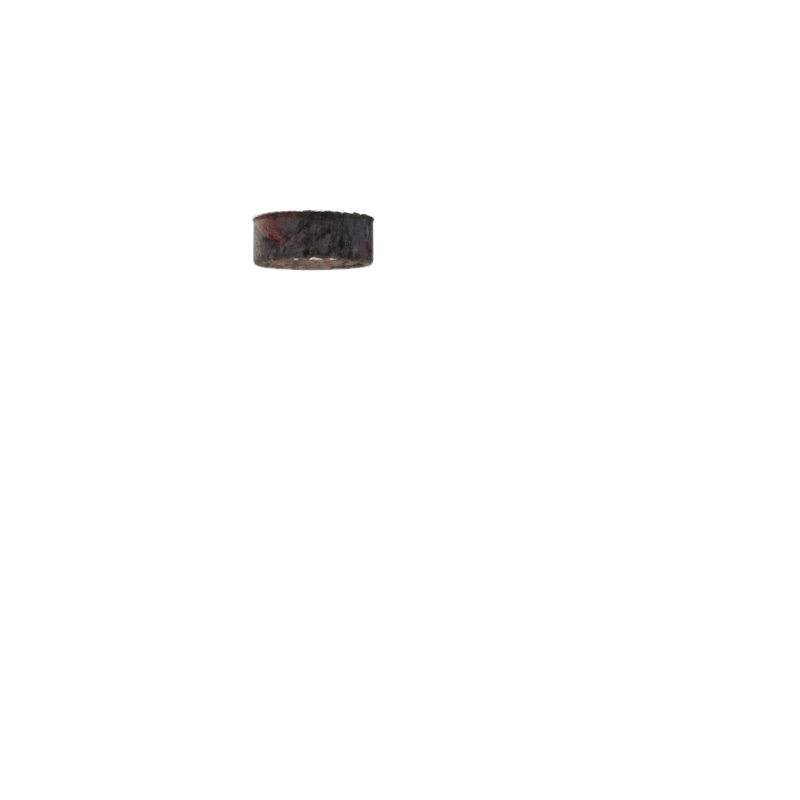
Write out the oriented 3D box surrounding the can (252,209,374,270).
[{"bbox_3d":[-0.061,-0.111,0.776,0.086,0.034,0.085,0,1,-2],"label":"can"}]
